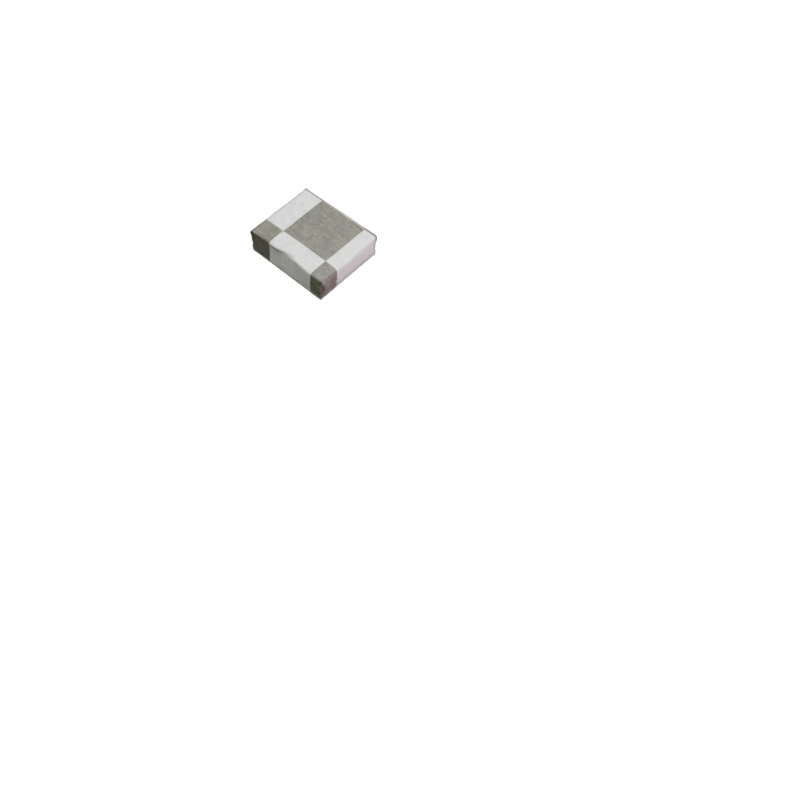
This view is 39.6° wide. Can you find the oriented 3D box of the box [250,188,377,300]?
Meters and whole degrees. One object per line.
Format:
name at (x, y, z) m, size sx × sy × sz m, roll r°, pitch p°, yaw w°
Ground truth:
box at (-0.078, -0.142, 0.992) m, size 0.094 × 0.028 × 0.074 m, roll 36°, pitch 61°, yaw 24°
